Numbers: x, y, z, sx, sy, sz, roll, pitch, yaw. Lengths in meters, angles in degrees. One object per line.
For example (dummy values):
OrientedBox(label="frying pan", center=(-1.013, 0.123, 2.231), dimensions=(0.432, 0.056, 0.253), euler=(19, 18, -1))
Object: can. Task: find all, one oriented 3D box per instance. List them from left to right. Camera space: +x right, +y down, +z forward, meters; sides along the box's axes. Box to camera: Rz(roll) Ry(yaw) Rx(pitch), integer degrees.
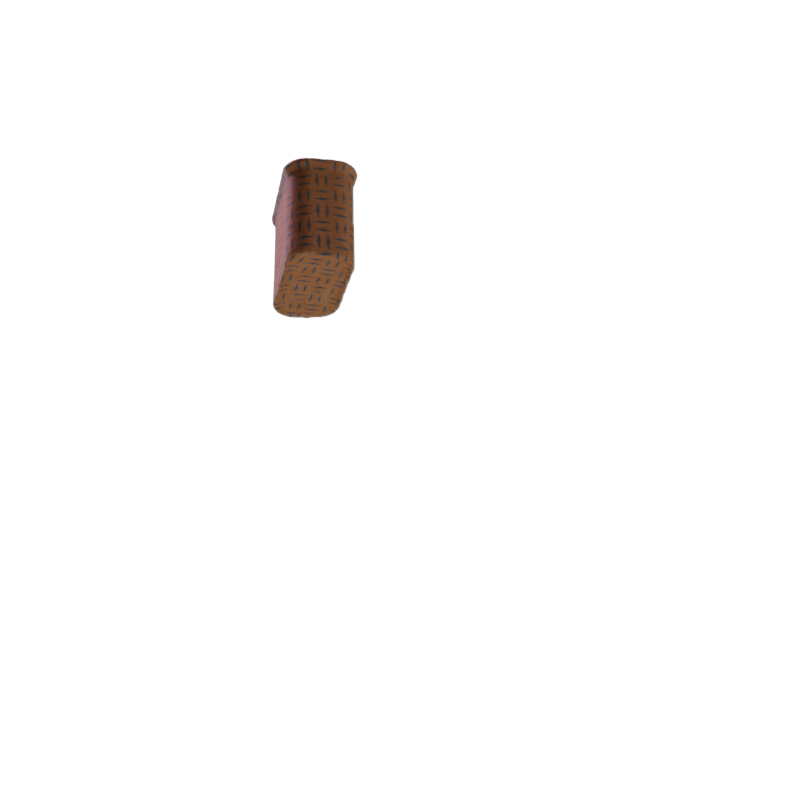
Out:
OrientedBox(label="can", center=(-0.067, -0.121, 0.850), dimensions=(0.057, 0.089, 0.097), euler=(5, -29, -11))
